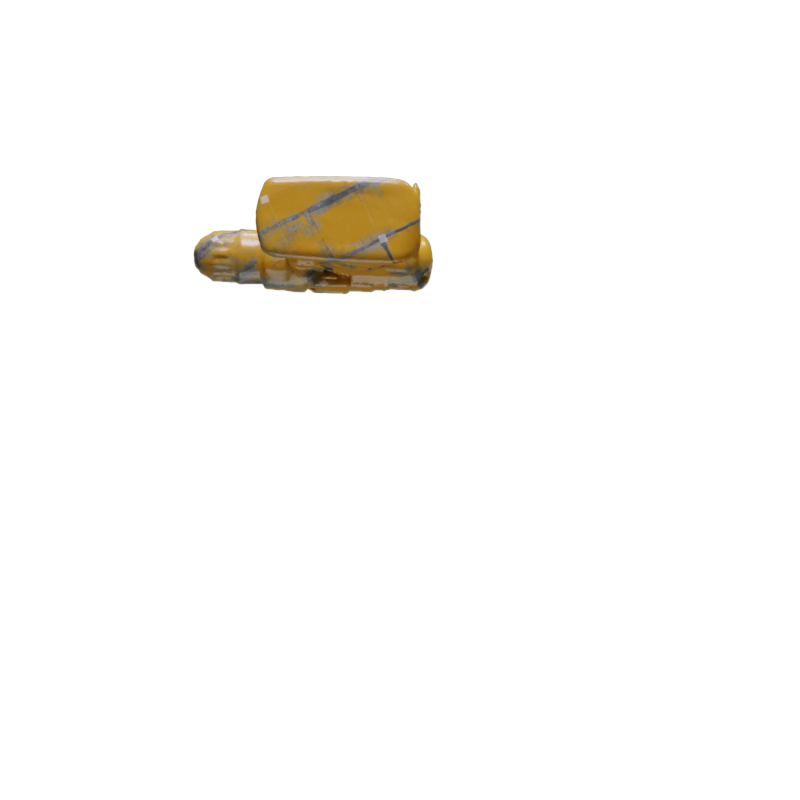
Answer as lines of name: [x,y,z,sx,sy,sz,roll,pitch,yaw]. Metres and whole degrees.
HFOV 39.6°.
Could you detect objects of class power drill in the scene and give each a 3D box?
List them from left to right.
power drill: [-0.062,-0.113,0.792,0.184,0.058,0.186,0,-2,-3]
